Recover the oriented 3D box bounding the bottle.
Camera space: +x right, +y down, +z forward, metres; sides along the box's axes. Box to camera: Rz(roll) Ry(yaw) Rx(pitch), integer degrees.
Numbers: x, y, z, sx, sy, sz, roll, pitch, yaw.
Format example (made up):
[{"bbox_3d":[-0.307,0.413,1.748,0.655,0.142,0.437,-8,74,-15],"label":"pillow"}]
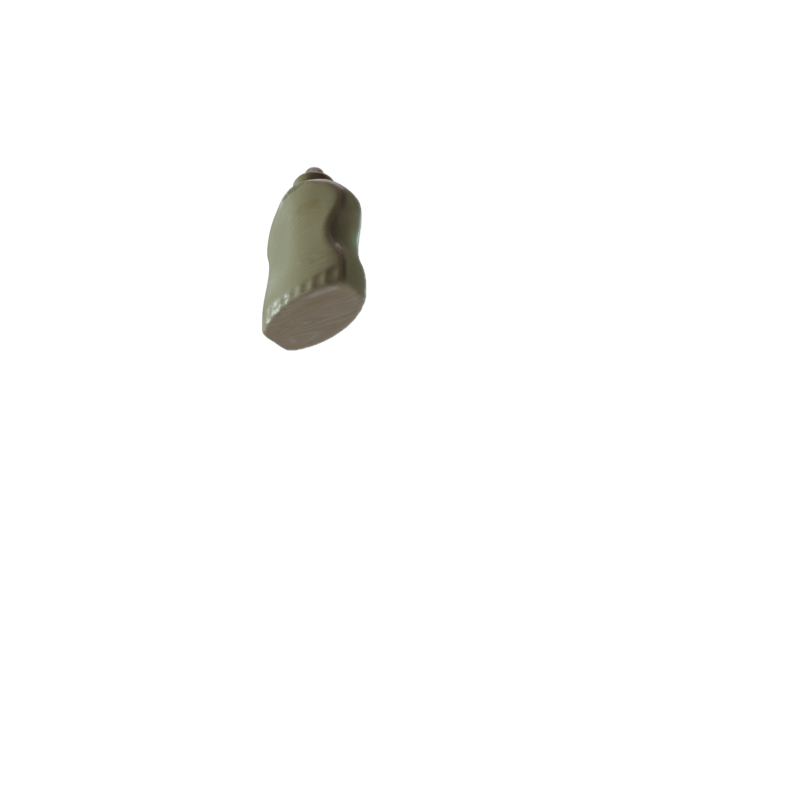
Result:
[{"bbox_3d":[-0.077,-0.140,0.982,0.095,0.206,0.055,-34,-51,29],"label":"bottle"}]
